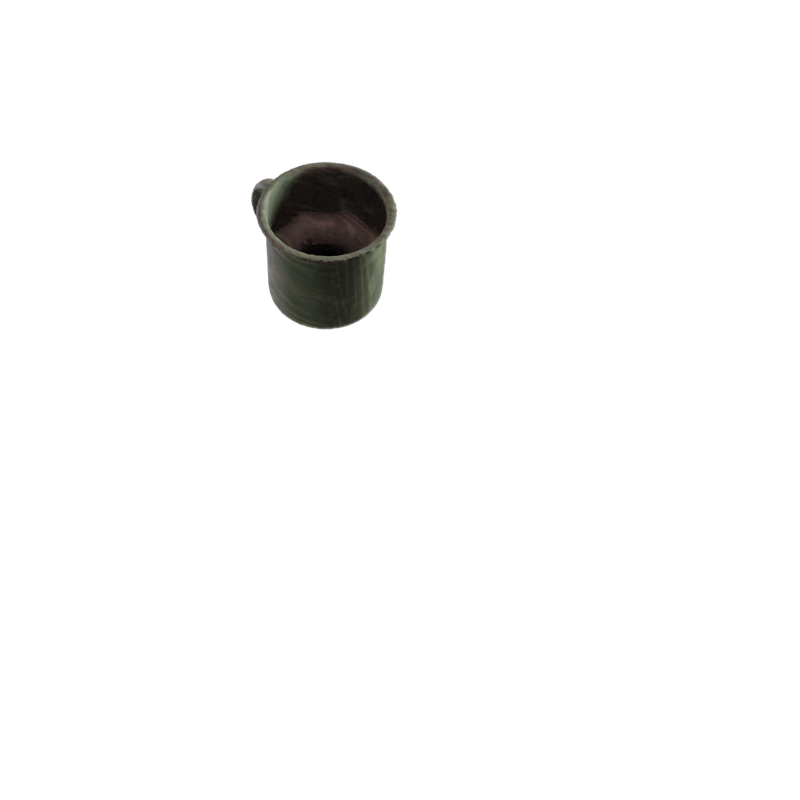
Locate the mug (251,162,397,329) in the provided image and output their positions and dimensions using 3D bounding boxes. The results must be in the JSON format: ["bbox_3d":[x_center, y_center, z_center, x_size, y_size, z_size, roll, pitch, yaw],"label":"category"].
[{"bbox_3d":[-0.060,-0.110,0.767,0.124,0.076,0.094,35,58,24],"label":"mug"}]
